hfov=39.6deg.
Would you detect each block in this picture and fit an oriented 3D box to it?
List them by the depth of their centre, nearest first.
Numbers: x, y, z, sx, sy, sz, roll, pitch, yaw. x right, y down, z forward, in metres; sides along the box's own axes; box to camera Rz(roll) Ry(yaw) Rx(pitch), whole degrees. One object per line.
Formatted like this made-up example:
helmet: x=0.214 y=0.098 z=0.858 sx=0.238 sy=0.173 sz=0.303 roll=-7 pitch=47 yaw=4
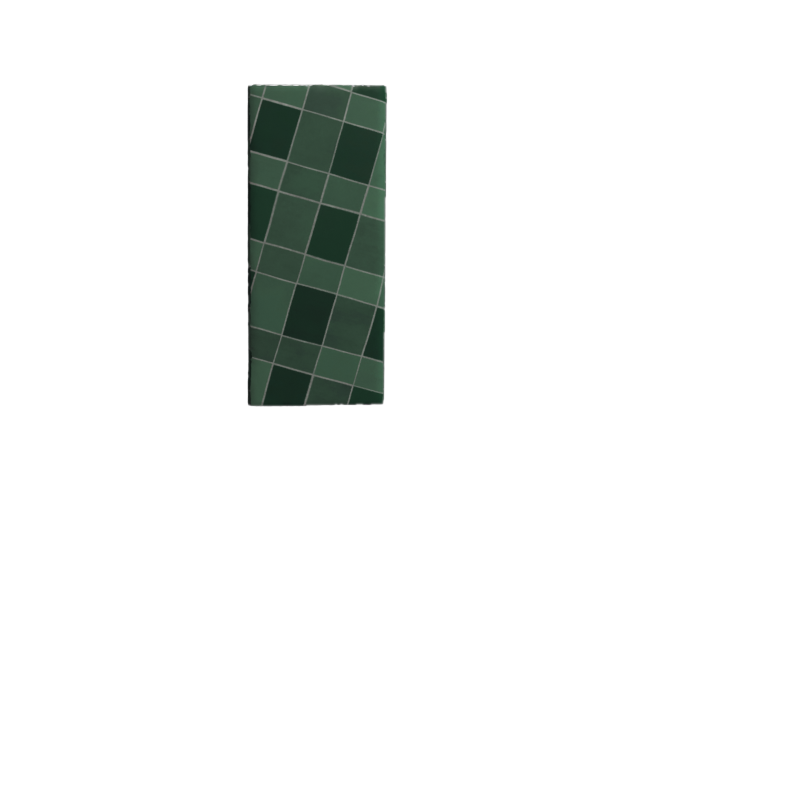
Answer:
block: x=-0.058 y=-0.107 z=0.749 sx=0.090 sy=0.204 sz=0.092 roll=0 pitch=5 yaw=-5
